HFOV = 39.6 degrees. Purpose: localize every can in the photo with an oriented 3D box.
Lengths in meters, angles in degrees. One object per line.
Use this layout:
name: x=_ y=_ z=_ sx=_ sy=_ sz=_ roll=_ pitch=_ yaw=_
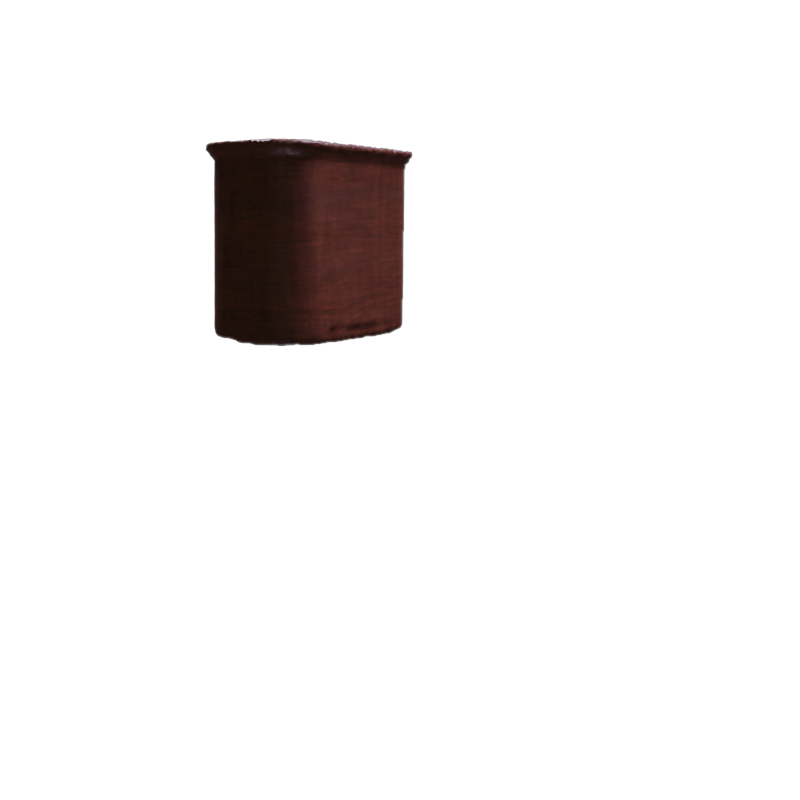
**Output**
can: x=-0.039 y=-0.070 z=0.493 sx=0.060 sy=0.083 sz=0.099 roll=2 pitch=6 yaw=33
